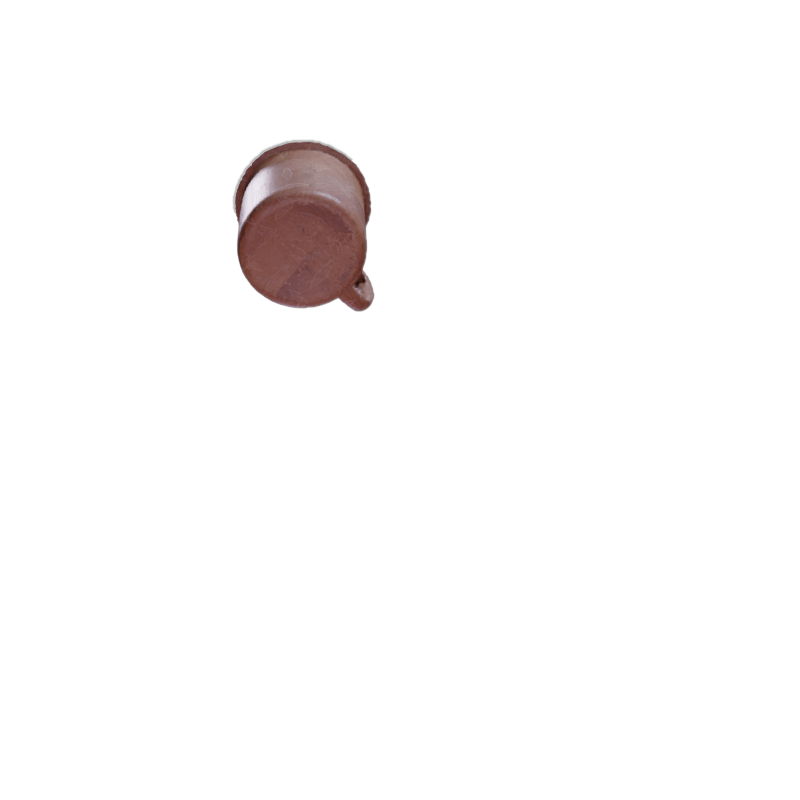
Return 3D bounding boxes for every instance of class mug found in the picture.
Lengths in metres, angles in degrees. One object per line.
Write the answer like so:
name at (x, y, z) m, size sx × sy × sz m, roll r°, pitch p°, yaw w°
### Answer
mug at (-0.057, -0.103, 0.724) m, size 0.093 × 0.111 × 0.086 m, roll -33°, pitch 23°, yaw 14°
